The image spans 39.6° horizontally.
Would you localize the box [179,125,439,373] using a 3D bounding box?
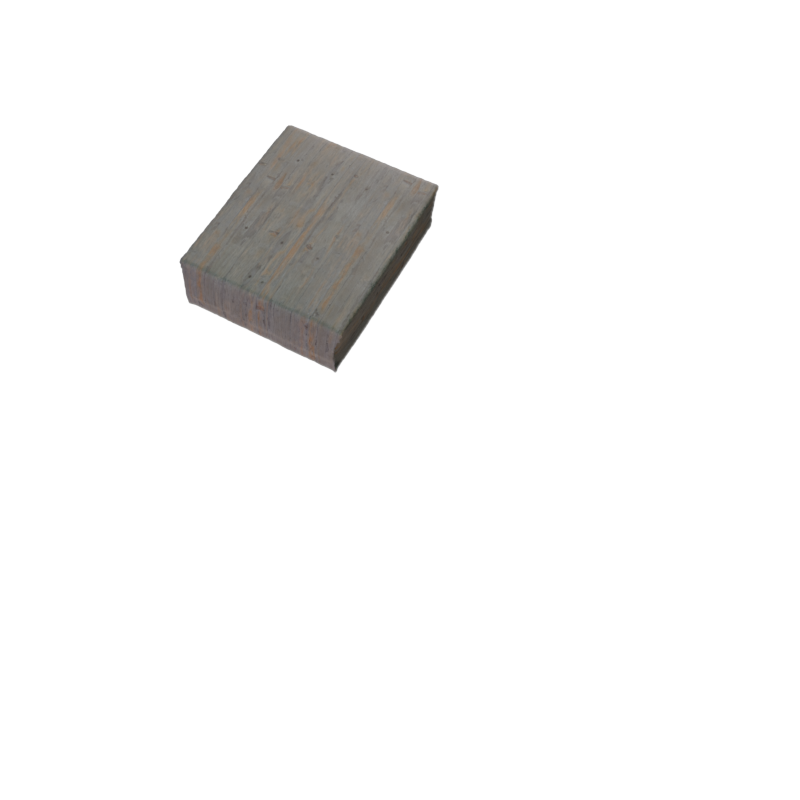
[{"bbox_3d":[-0.044,-0.081,0.565,0.093,0.117,0.036,22,-32,14],"label":"box"}]
